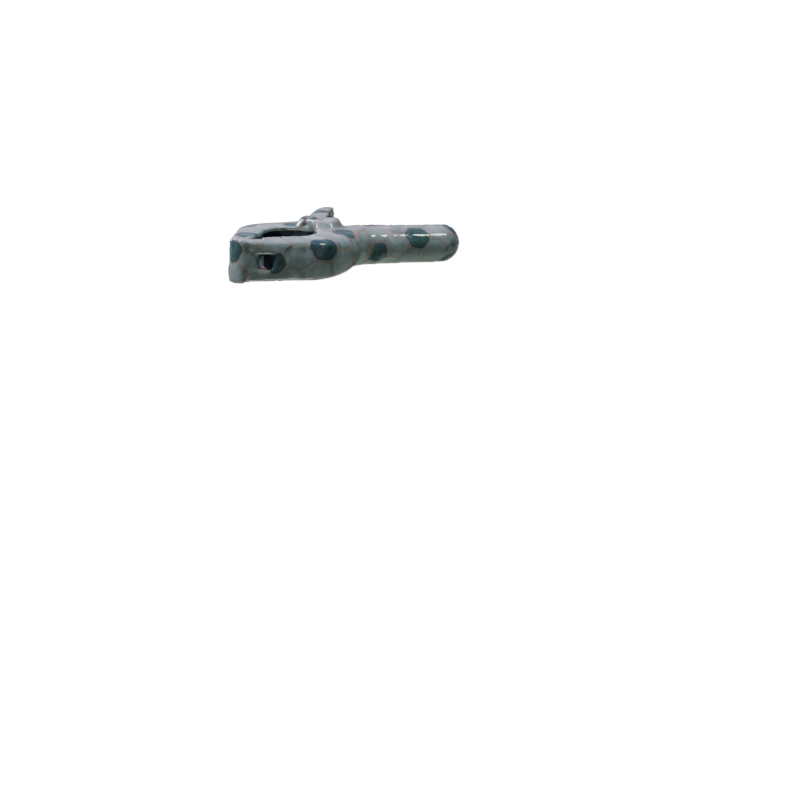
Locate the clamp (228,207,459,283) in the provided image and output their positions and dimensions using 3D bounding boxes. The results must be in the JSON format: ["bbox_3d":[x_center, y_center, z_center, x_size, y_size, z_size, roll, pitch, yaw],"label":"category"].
[{"bbox_3d":[-0.057,-0.105,0.734,0.166,0.038,0.126,-12,17,-44],"label":"clamp"}]
